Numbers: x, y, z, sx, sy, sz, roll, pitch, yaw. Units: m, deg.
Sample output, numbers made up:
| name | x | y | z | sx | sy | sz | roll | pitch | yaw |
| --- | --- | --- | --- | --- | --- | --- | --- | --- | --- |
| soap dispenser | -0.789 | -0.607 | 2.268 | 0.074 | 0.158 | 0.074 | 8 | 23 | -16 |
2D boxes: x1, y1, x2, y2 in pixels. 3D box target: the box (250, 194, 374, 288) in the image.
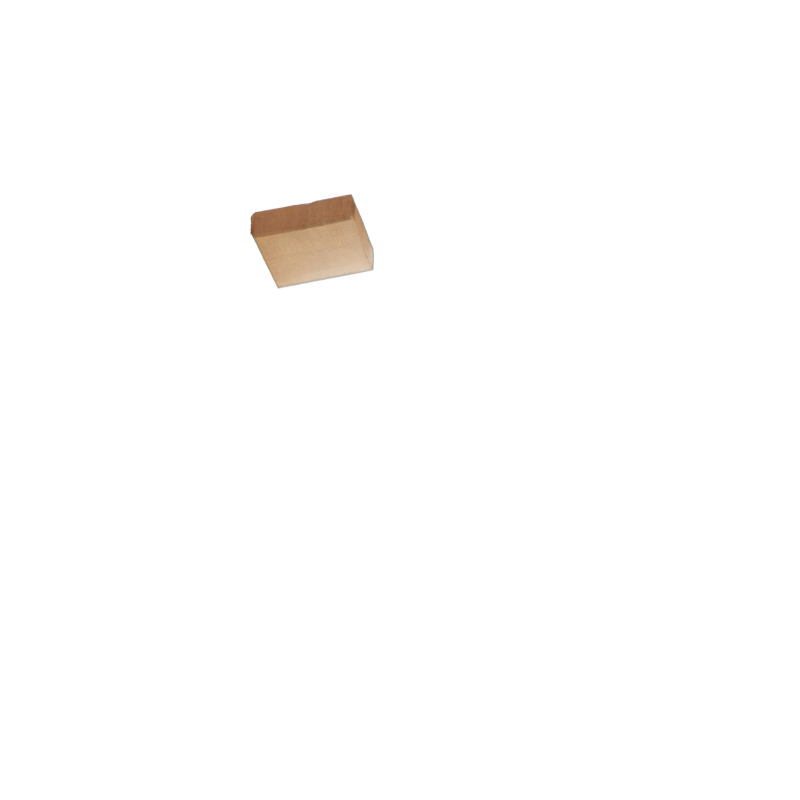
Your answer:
| name | x | y | z | sx | sy | sz | roll | pitch | yaw |
| --- | --- | --- | --- | --- | --- | --- | --- | --- | --- |
| box | -0.073 | -0.133 | 0.934 | 0.090 | 0.032 | 0.067 | -9 | -36 | 12 |
